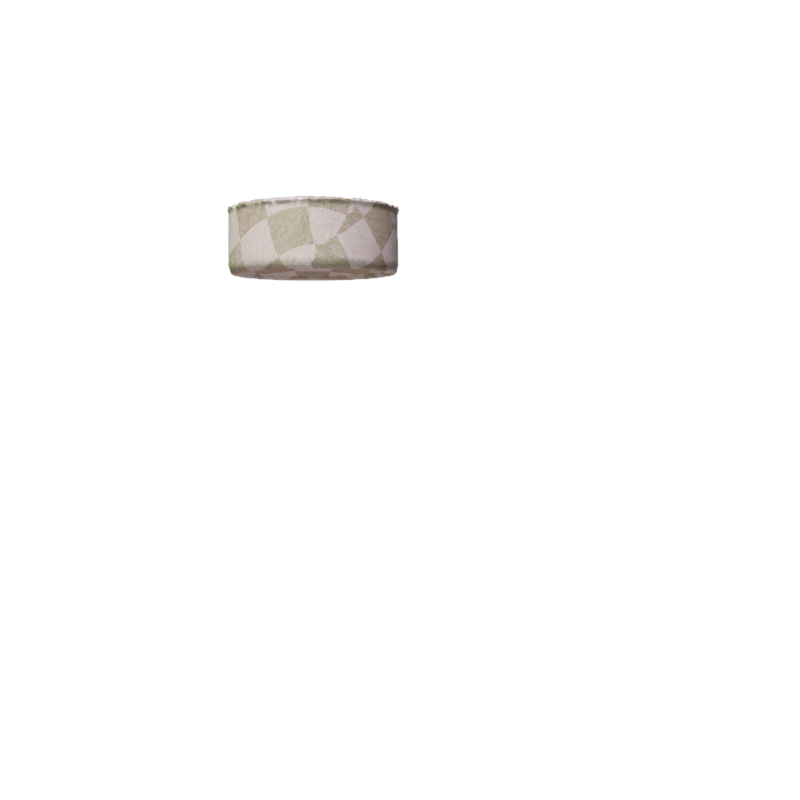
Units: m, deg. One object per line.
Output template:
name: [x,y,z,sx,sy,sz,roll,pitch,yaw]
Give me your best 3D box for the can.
can: [-0.043,-0.079,0.553,0.086,0.034,0.085,0,1,-2]
